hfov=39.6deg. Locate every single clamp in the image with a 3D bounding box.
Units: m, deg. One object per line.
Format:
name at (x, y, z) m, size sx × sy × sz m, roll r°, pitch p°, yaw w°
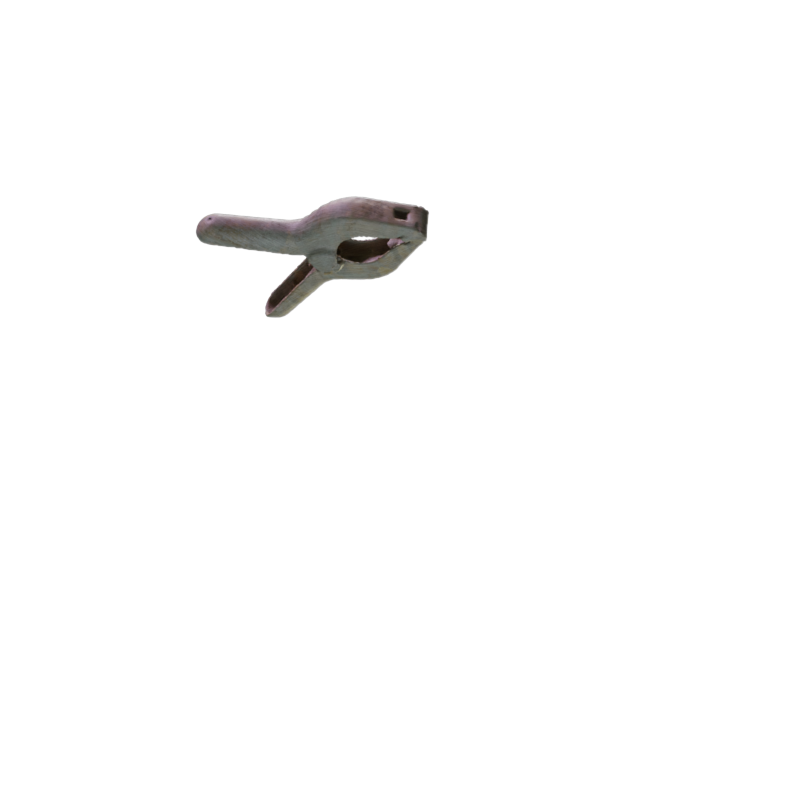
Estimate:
clamp at (-0.065, -0.119, 0.834) m, size 0.173 × 0.042 × 0.111 m, roll -19°, pitch -35°, yaw 29°
